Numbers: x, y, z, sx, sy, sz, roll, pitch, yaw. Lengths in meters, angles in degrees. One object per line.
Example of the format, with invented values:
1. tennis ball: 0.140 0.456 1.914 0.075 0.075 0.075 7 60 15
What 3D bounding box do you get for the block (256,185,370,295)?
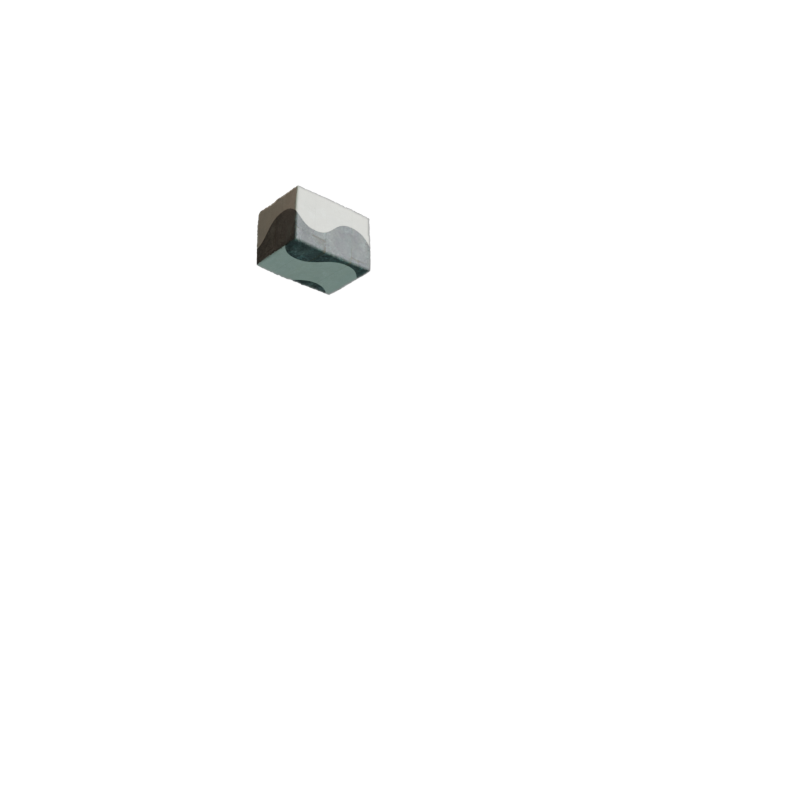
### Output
1. block: -0.069 -0.126 0.882 0.073 0.054 0.053 21 -35 -36
